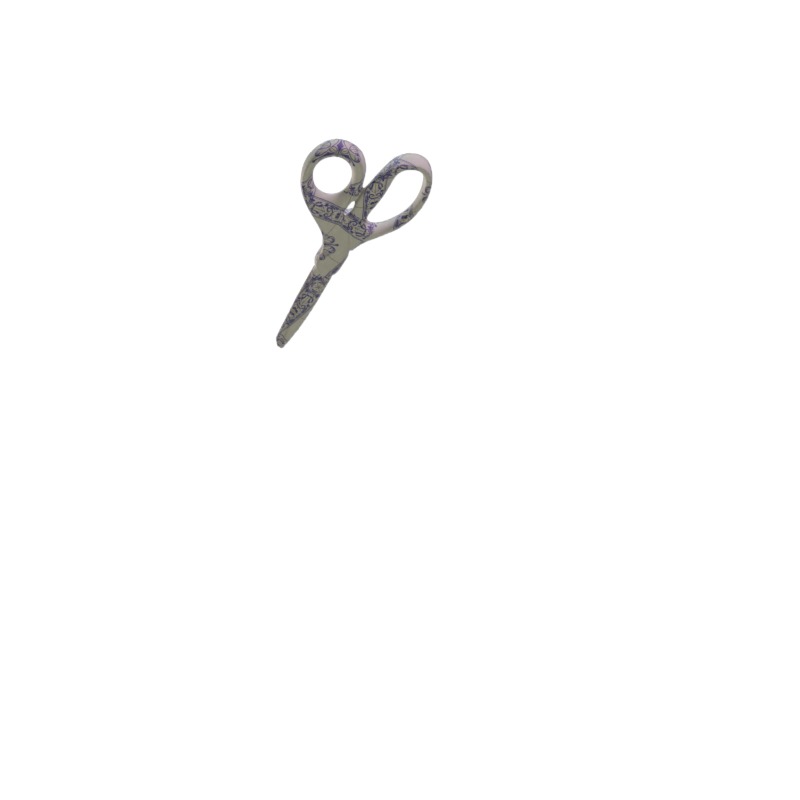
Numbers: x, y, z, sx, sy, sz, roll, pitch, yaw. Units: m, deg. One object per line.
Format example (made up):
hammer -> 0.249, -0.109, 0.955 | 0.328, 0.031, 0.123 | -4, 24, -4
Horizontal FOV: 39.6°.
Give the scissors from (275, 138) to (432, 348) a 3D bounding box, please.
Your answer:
scissors -> -0.061, -0.111, 0.780 | 0.091, 0.017, 0.198 | 32, -53, -28
